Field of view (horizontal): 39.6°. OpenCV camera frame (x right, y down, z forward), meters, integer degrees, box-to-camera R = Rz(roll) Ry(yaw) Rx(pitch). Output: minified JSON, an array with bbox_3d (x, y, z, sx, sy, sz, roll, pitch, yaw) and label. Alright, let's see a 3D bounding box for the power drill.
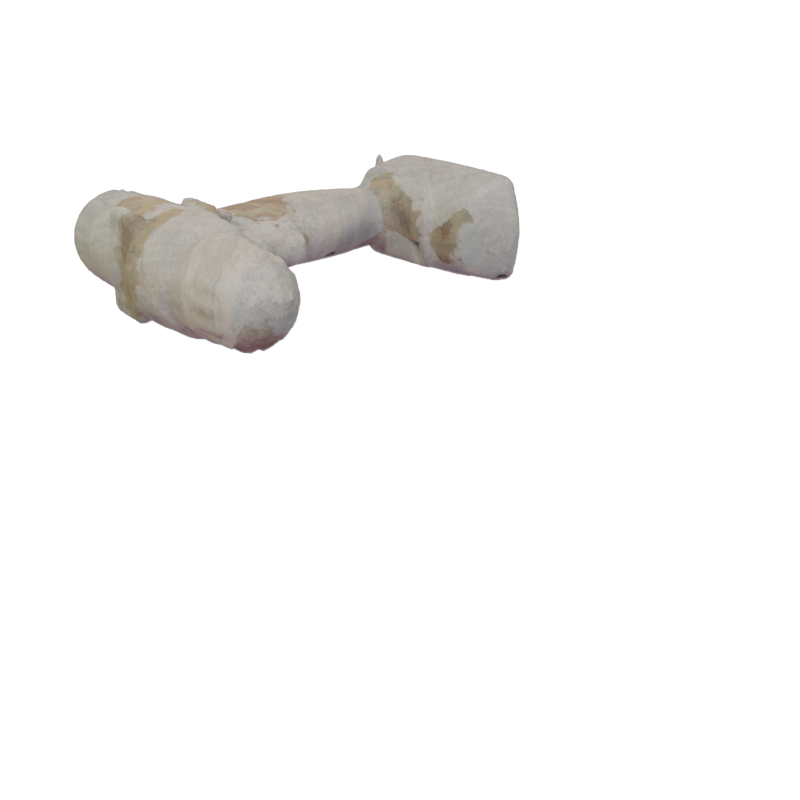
[{"bbox_3d":[-0.040,-0.073,0.513,0.183,0.055,0.196,-12,23,-29],"label":"power drill"}]
